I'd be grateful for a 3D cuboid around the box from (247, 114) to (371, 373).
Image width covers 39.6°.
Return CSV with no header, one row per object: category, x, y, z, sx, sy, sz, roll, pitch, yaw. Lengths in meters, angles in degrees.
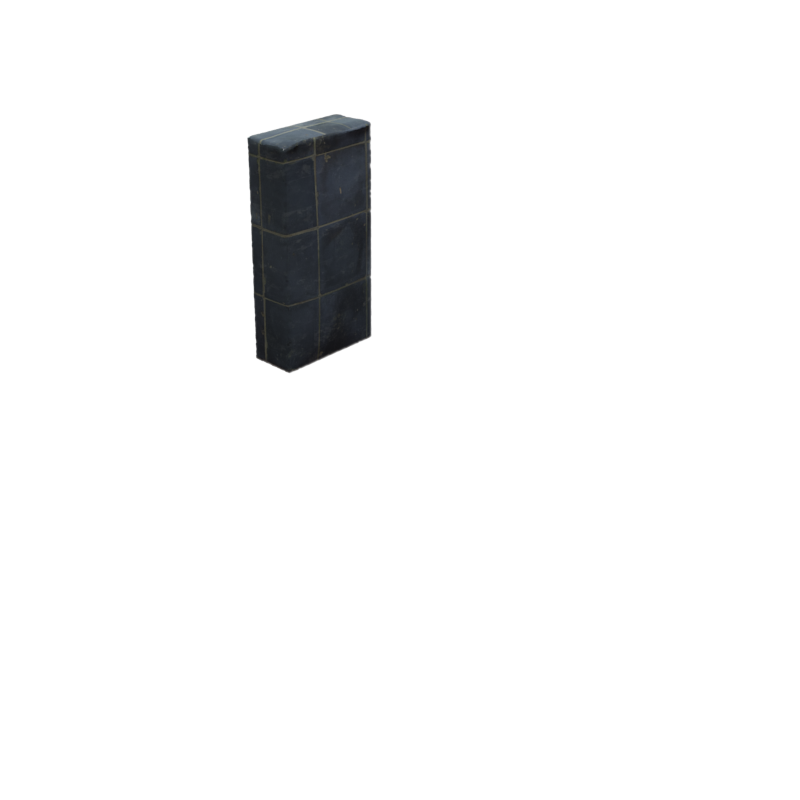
box,-0.065,-0.119,0.833,0.051,0.167,0.092,22,32,38
